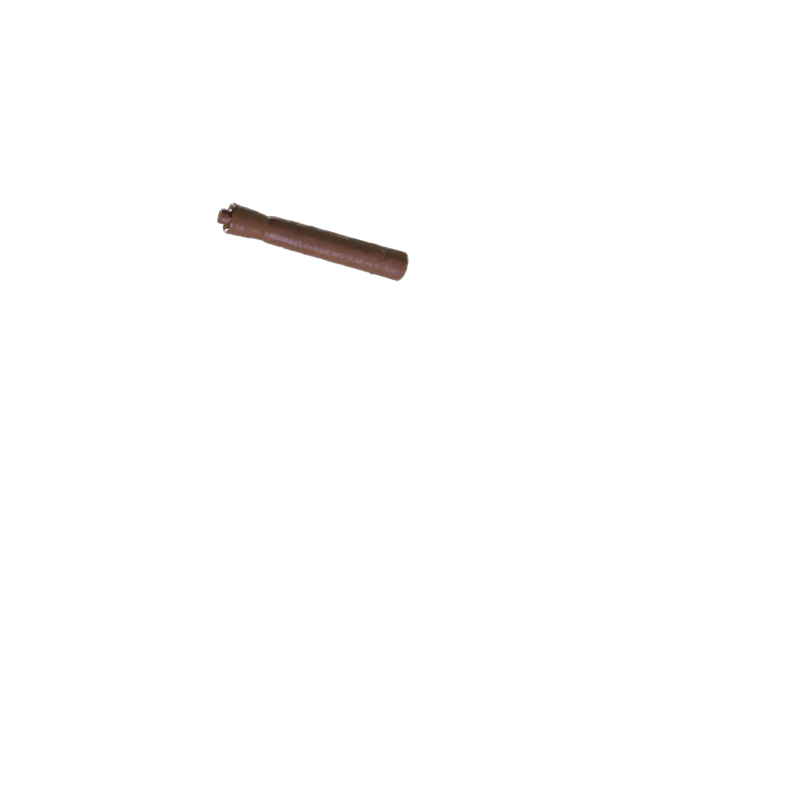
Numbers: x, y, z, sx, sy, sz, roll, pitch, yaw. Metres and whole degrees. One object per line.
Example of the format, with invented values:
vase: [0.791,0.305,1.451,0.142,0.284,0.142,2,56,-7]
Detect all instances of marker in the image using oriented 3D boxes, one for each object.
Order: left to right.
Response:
marker: [-0.052,-0.096,0.669,0.117,0.020,0.020,13,-1,-19]
